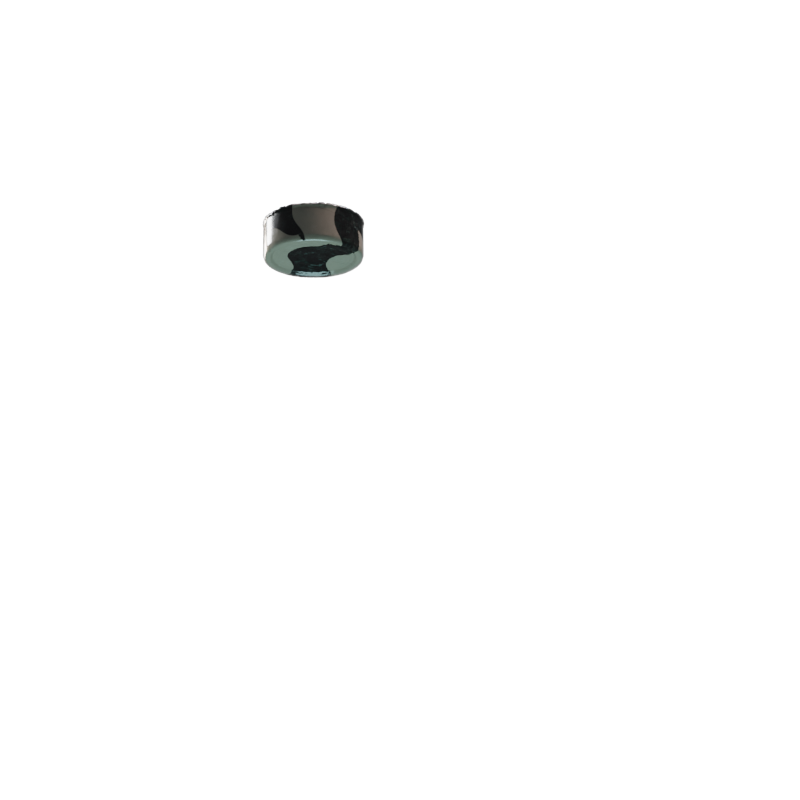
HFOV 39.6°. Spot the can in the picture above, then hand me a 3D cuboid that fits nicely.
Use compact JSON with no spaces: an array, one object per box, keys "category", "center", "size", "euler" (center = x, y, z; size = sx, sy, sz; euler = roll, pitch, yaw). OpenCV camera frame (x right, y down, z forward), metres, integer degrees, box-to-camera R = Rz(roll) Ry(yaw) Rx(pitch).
[{"category":"can","center":[-0.073,-0.133,0.933],"size":[0.086,0.035,0.082],"euler":[0,-17,-2]}]
